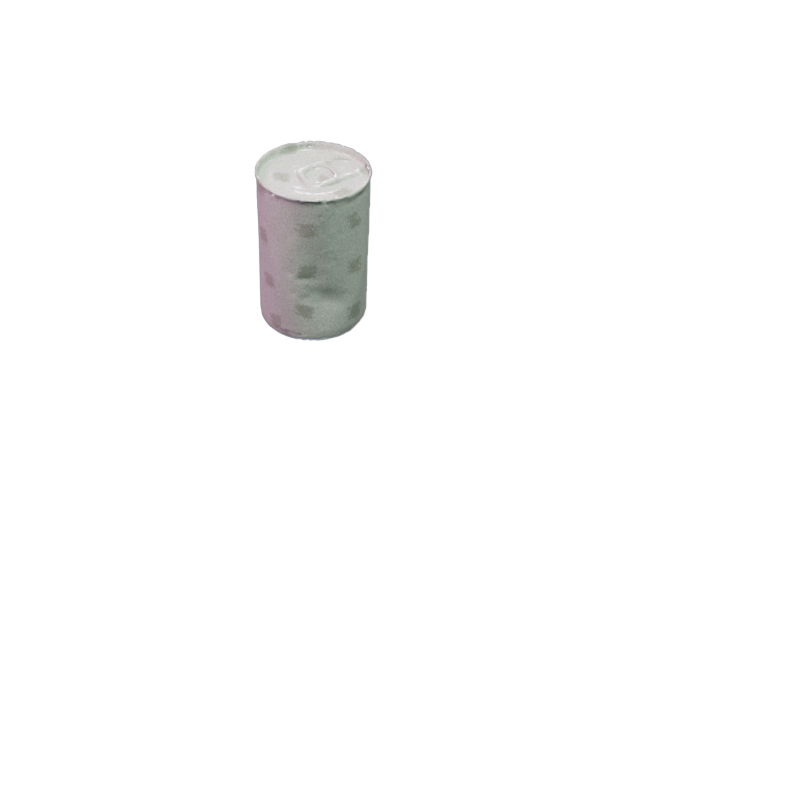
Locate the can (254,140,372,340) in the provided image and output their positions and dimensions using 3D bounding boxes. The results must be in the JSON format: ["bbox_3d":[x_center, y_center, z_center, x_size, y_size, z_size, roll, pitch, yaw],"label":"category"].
[{"bbox_3d":[-0.052,-0.095,0.668,0.068,0.095,0.073,0,38,-3],"label":"can"}]
